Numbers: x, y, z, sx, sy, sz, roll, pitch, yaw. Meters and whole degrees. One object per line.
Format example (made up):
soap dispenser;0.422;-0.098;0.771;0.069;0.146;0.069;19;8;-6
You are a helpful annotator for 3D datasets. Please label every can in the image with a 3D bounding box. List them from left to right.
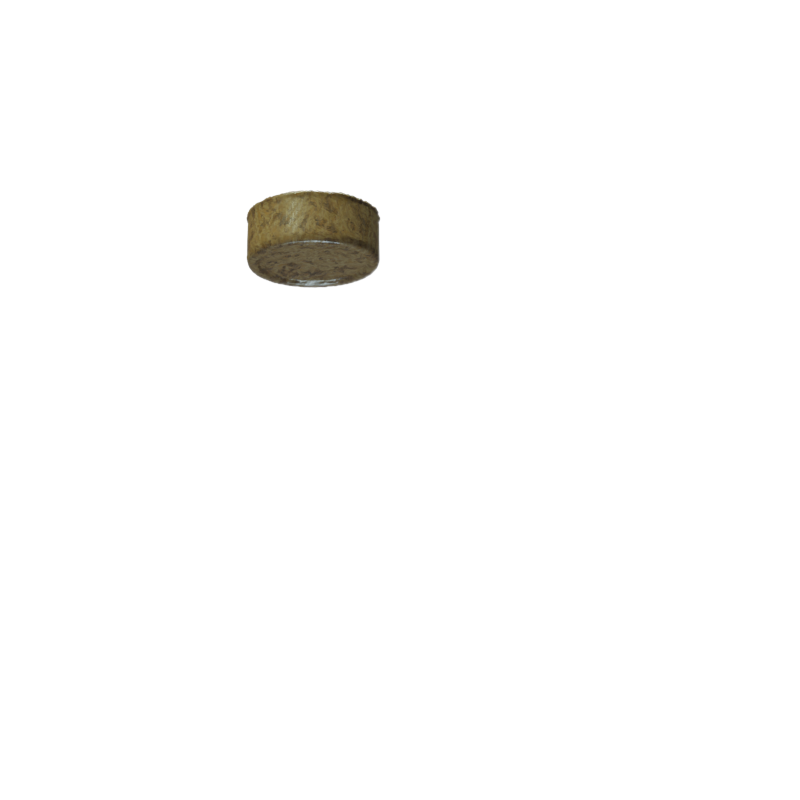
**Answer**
can;-0.055;-0.101;0.708;0.086;0.035;0.082;0;-16;-2
